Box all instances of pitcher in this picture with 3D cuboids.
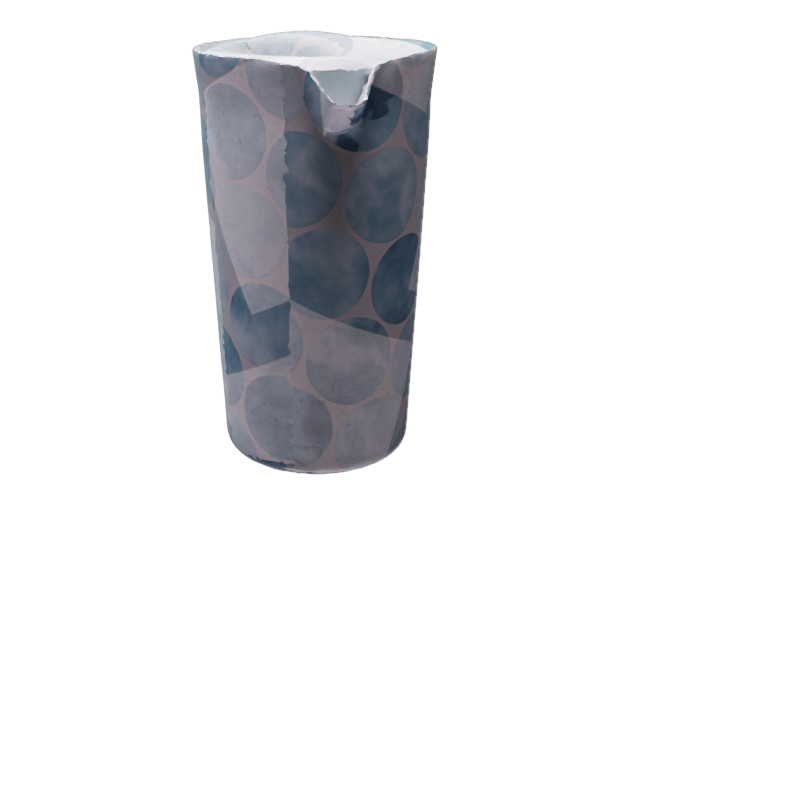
[{"bbox_3d":[-0.051,-0.092,0.646,0.151,0.233,0.149,11,21,28],"label":"pitcher"}]
